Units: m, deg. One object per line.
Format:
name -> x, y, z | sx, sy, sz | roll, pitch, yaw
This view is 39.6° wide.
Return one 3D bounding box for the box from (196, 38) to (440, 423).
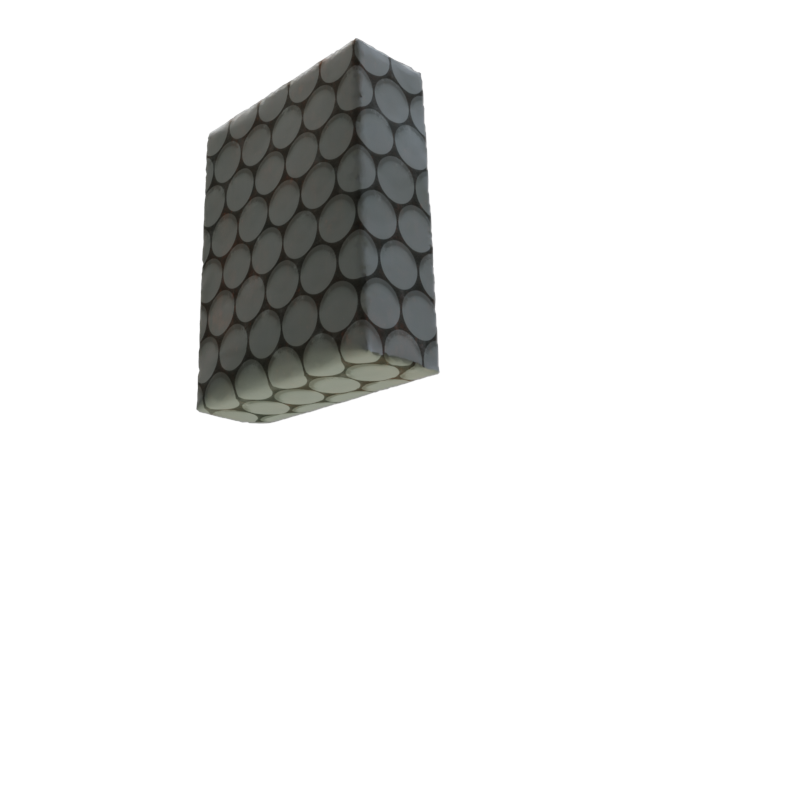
box -> -0.058, -0.105, 0.735 | 0.068, 0.225, 0.165 | 20, -30, -41
